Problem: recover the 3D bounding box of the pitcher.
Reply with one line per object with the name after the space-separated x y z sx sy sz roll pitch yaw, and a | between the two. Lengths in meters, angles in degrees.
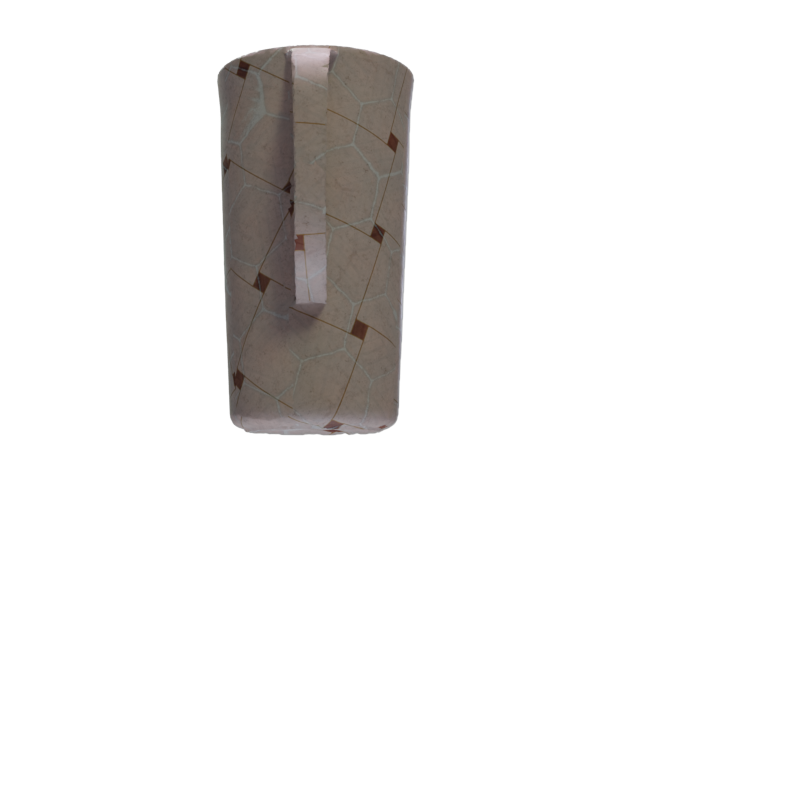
-0.056 -0.103 0.719 0.149 0.250 0.142 -10 -14 42 | pitcher
